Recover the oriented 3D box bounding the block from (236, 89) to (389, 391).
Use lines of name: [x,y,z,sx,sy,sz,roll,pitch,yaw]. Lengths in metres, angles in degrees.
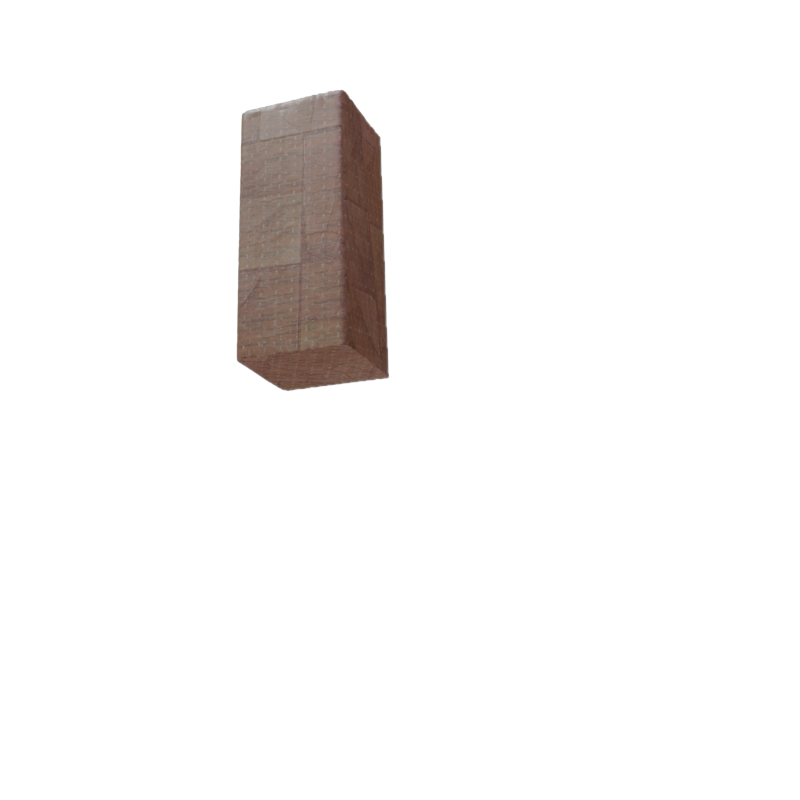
block: [-0.068,-0.123,0.858,0.092,0.217,0.084,-10,-23,19]
